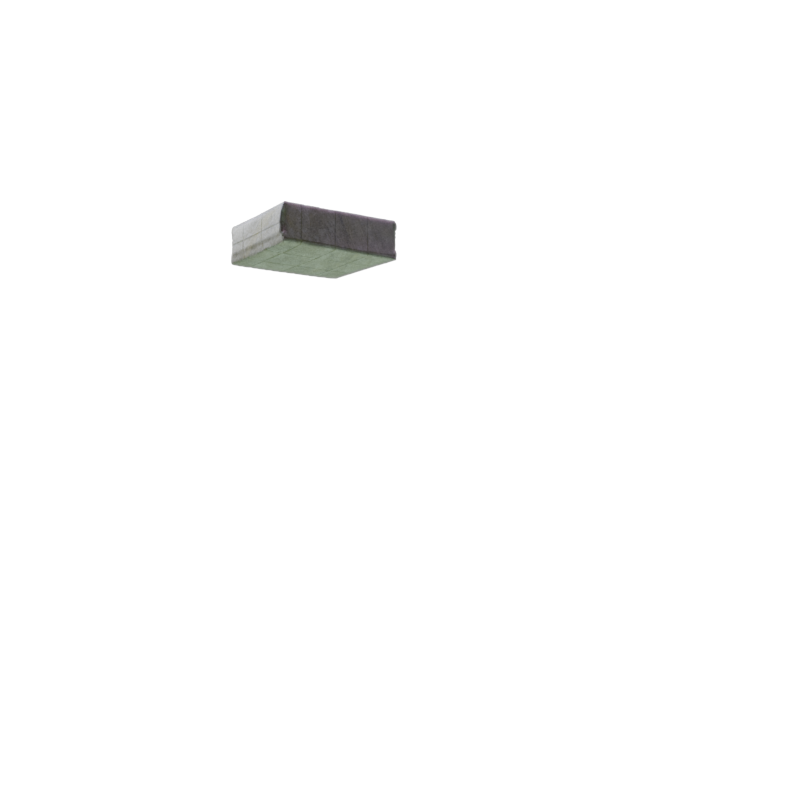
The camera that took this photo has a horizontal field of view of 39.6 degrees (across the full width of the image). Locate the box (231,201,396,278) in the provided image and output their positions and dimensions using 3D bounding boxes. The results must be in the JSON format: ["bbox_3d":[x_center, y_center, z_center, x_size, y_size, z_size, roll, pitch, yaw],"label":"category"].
[{"bbox_3d":[-0.058,-0.106,0.744,0.086,0.031,0.074,5,-9,-33],"label":"box"}]
